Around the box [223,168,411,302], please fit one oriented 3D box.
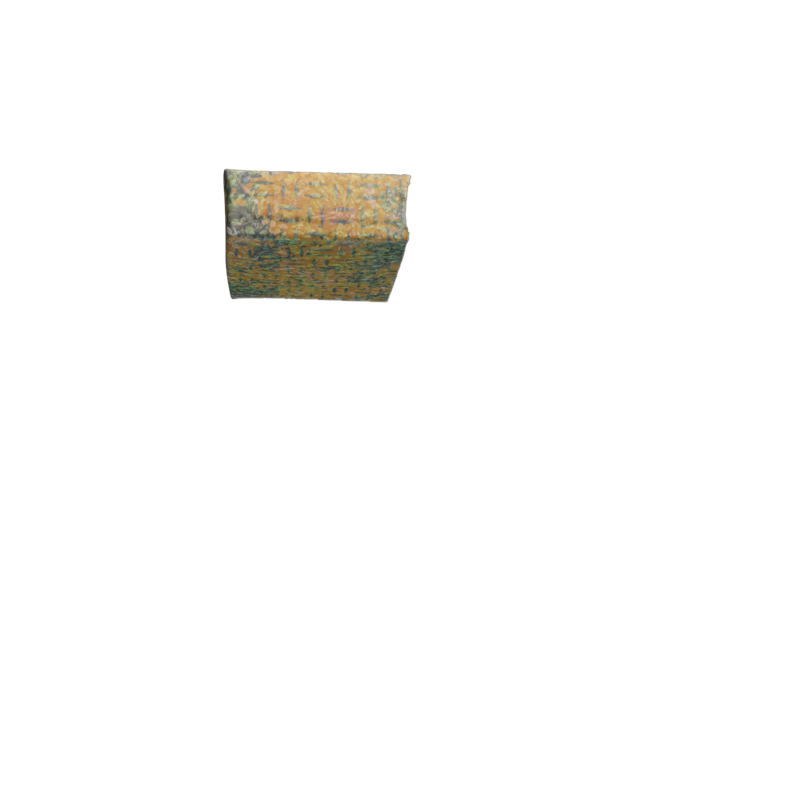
[{"bbox_3d":[-0.045,-0.081,0.569,0.089,0.040,0.111,1,-10,-5],"label":"box"}]
